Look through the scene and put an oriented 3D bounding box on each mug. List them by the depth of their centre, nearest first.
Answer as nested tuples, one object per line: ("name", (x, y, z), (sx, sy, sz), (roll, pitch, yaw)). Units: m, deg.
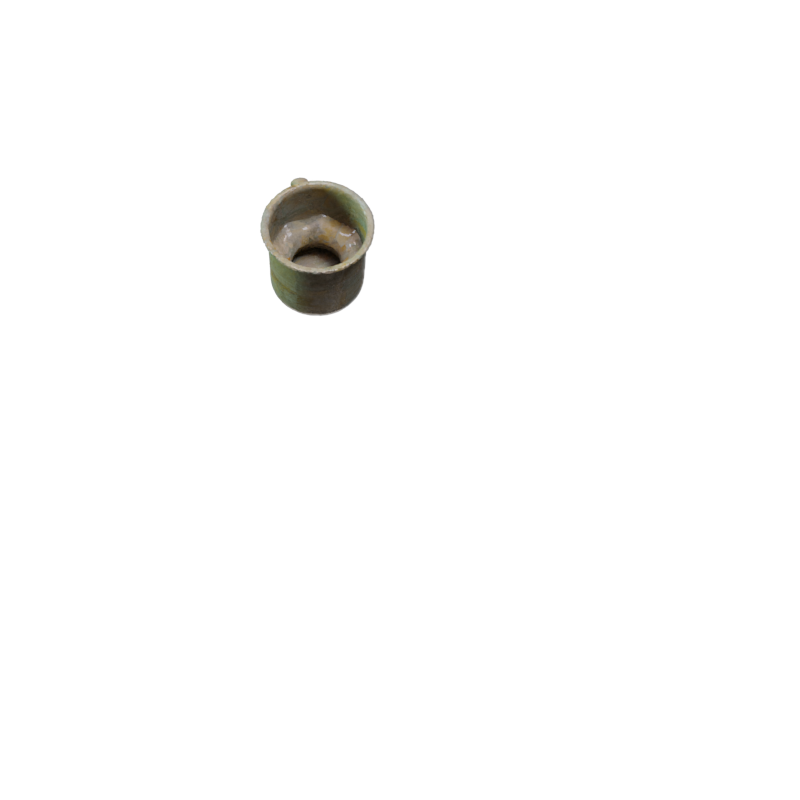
("mug", (-0.073, -0.134, 0.939), (0.092, 0.126, 0.076), (-15, -30, -11))
